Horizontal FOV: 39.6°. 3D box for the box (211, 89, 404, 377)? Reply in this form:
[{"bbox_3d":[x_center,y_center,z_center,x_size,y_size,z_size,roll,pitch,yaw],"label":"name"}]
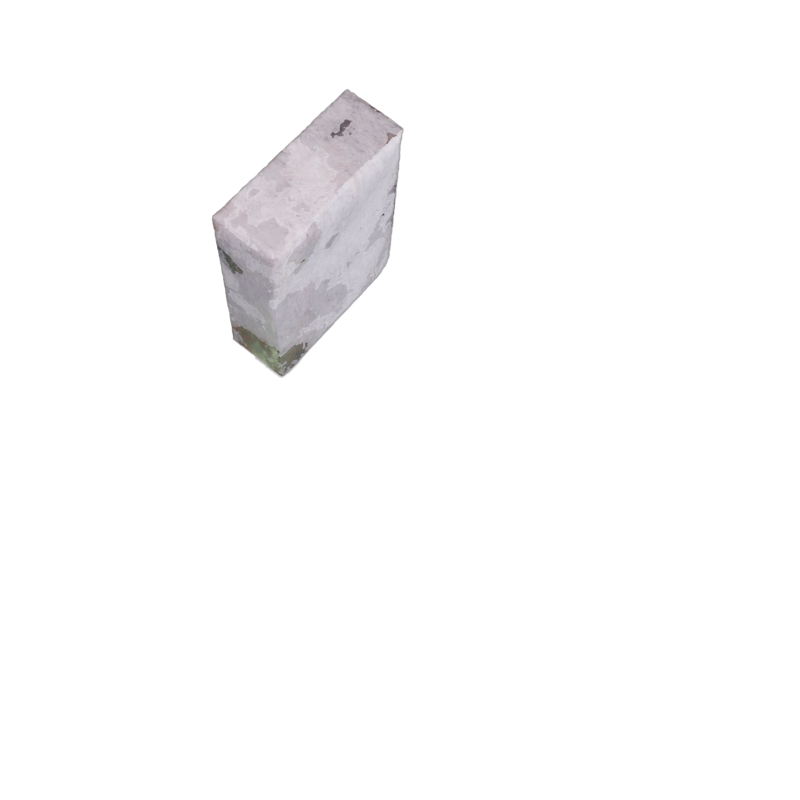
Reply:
[{"bbox_3d":[-0.074,-0.135,0.948,0.075,0.167,0.202,36,-22,12],"label":"box"}]
